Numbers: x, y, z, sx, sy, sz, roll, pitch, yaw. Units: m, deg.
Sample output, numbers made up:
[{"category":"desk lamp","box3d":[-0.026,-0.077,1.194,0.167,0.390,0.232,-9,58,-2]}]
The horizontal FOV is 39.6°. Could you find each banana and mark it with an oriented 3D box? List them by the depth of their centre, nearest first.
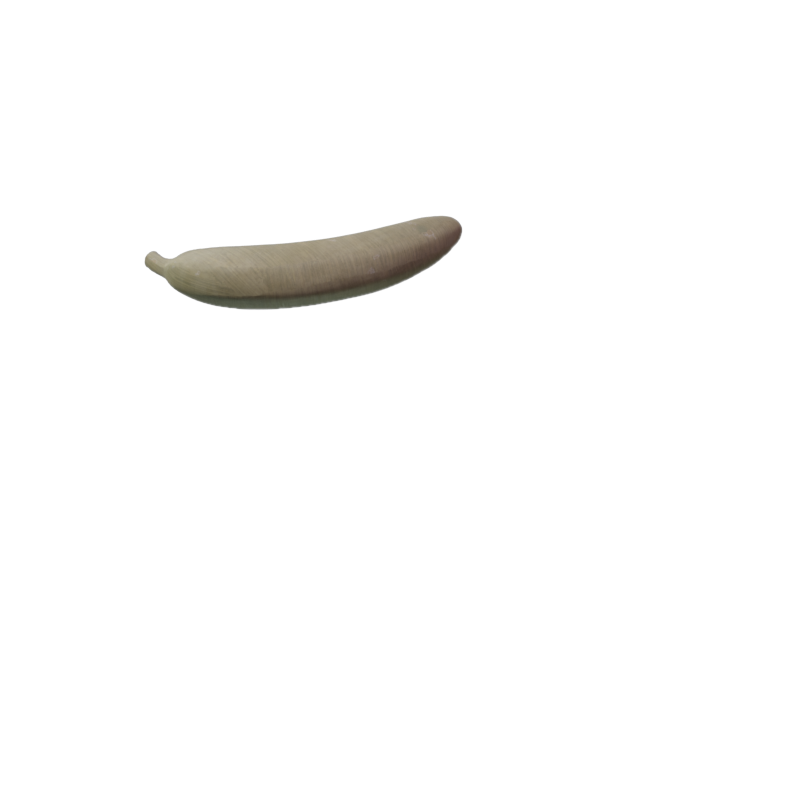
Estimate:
[{"category":"banana","box3d":[-0.053,-0.084,0.660,0.196,0.034,0.075,-6,39,-7]}]
